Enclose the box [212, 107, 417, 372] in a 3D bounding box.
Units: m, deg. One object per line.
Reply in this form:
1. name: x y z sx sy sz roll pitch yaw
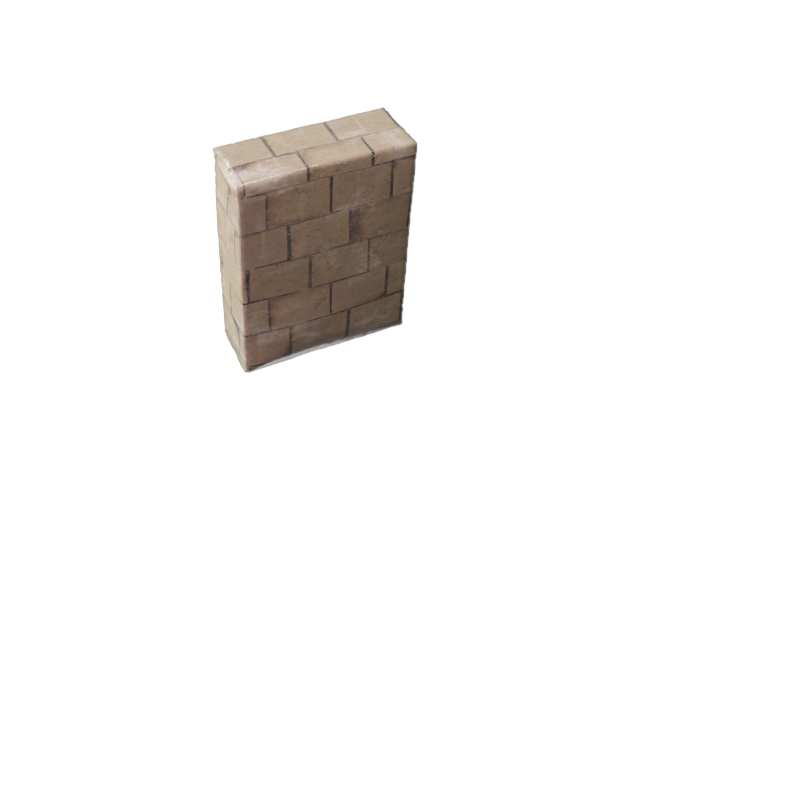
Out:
1. box: -0.077 -0.141 0.988 0.162 0.199 0.078 -17 46 -20
